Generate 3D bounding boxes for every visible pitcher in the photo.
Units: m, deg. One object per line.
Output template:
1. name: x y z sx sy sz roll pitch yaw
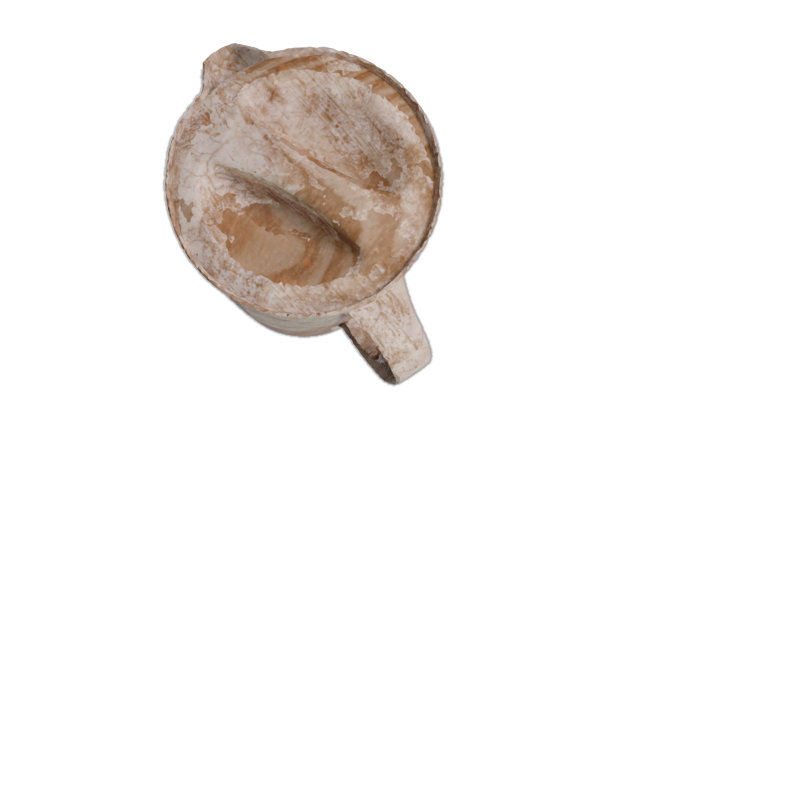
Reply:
1. pitcher: -0.050 -0.091 0.637 0.145 0.152 0.239 12 -5 -2
